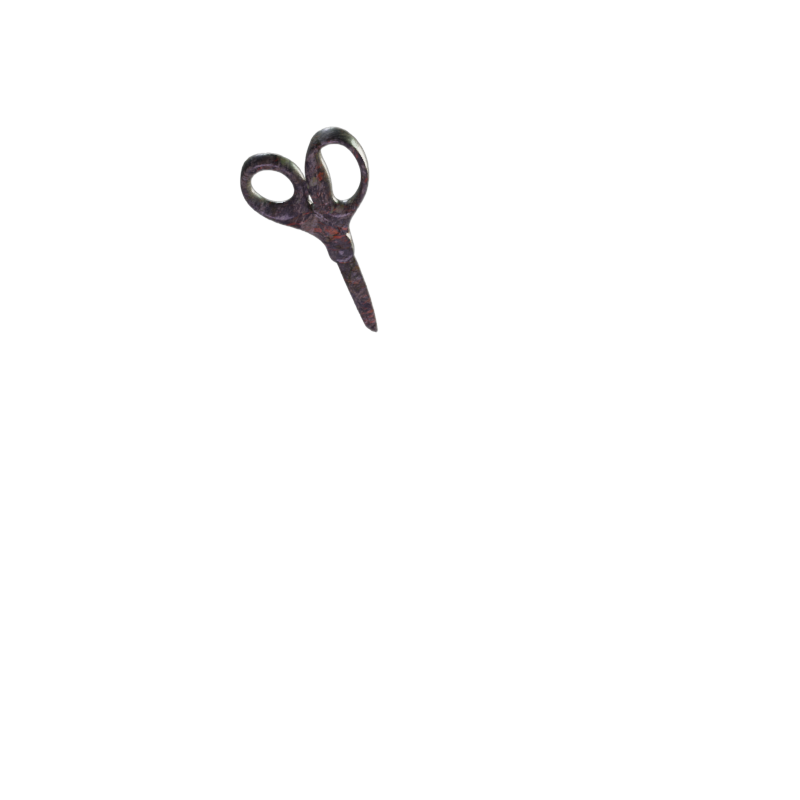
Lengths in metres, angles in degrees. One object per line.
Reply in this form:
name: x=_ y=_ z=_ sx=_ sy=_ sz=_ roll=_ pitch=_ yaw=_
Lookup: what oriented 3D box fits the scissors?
scissors: x=-0.062 y=-0.113 z=0.789 sx=0.096 sy=0.017 sz=0.188 roll=1 pitch=-40 yaw=-1
